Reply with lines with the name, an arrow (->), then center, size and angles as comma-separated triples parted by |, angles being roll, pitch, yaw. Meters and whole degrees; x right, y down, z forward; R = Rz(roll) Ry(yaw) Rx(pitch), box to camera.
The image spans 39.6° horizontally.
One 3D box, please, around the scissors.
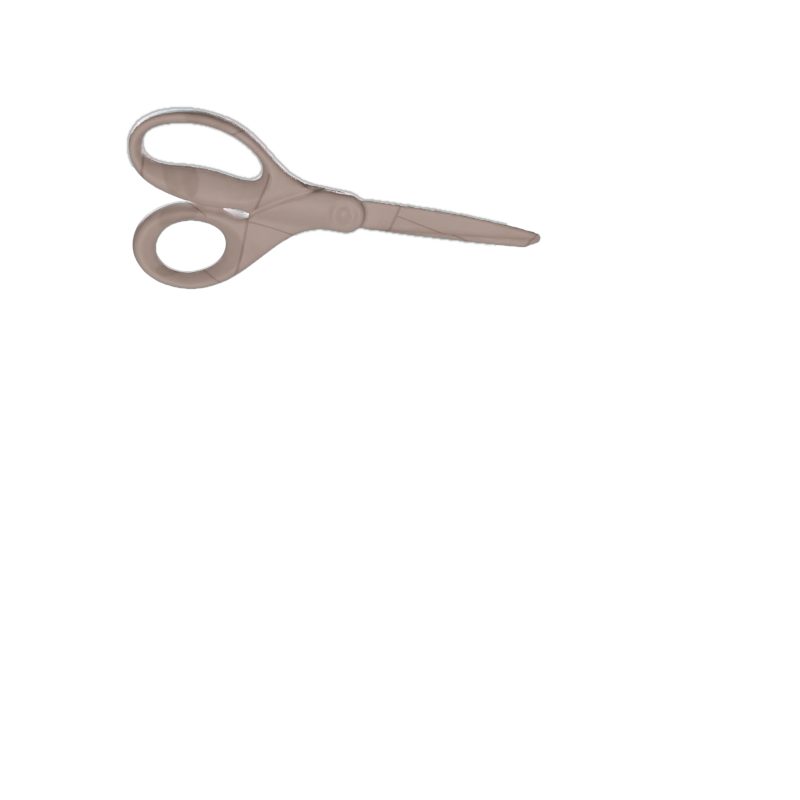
scissors -> -0.042, -0.077, 0.540 | 0.198, 0.094, 0.016 | 23, 18, -8
